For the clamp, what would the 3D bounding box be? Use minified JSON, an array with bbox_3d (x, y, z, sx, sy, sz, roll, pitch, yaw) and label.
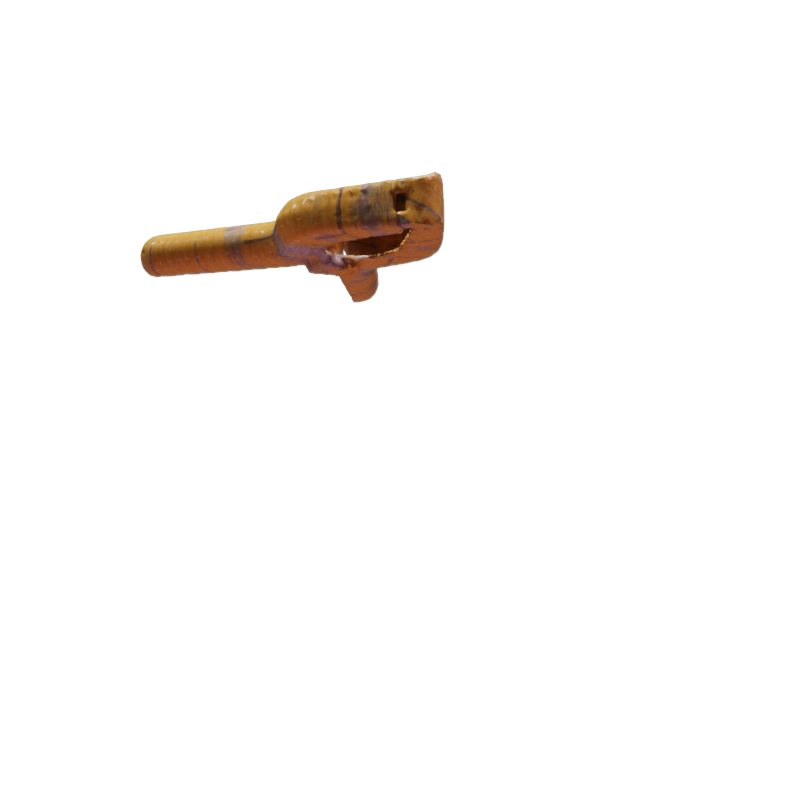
[{"bbox_3d":[-0.050,-0.091,0.636,0.159,0.037,0.212,3,-7,-25],"label":"clamp"}]
